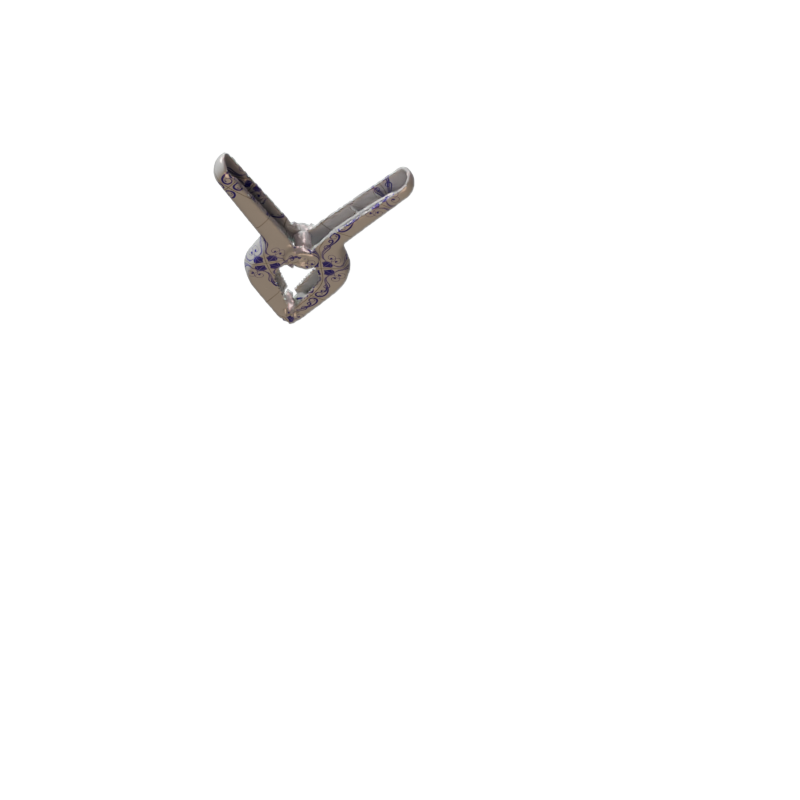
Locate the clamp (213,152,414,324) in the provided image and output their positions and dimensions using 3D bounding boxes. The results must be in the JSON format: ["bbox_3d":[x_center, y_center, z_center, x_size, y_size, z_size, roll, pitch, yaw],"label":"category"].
[{"bbox_3d":[-0.076,-0.139,0.971,0.164,0.039,0.196,2,-35,-3],"label":"clamp"}]
